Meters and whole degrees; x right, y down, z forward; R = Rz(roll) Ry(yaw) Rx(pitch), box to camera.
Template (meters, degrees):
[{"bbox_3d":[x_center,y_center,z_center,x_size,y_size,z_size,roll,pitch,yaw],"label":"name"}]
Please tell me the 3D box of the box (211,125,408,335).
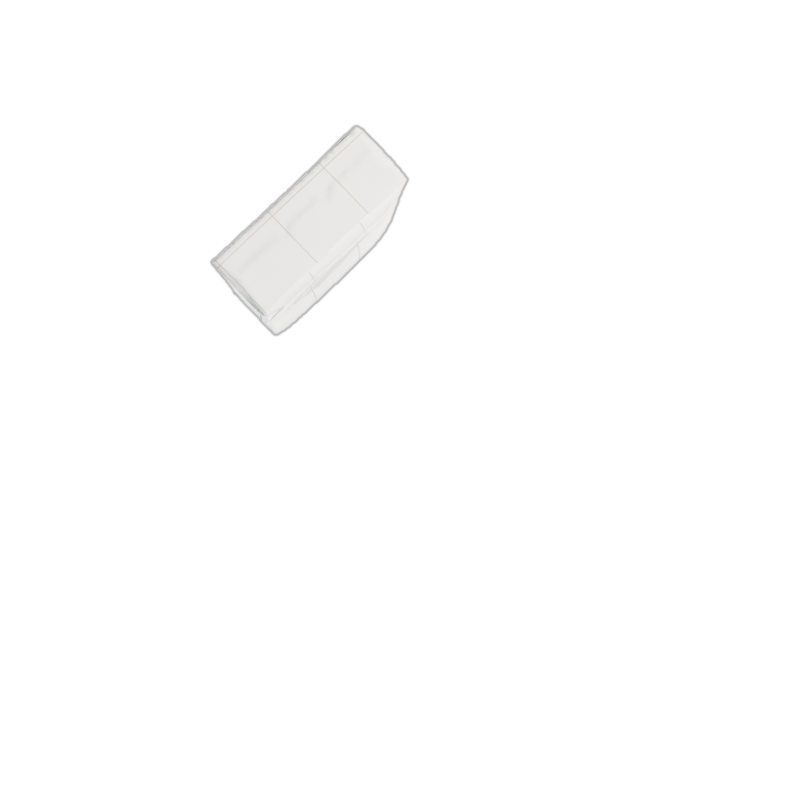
[{"bbox_3d":[-0.077,-0.140,0.984,0.165,0.072,0.212,-45,2,-4],"label":"box"}]
